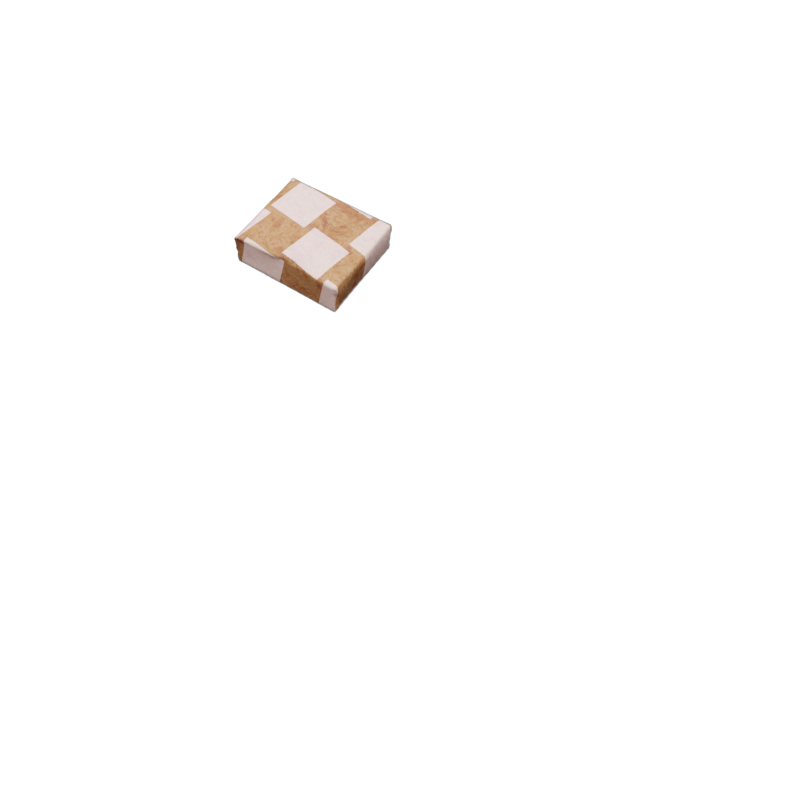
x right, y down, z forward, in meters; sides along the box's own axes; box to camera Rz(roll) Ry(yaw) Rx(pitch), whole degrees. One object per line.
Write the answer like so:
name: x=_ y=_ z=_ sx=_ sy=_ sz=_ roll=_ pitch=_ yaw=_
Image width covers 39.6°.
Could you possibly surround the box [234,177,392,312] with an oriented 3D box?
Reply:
box: x=-0.063 y=-0.114 z=0.799 sx=0.093 sy=0.075 sz=0.028 roll=28 pitch=-33 yaw=20
